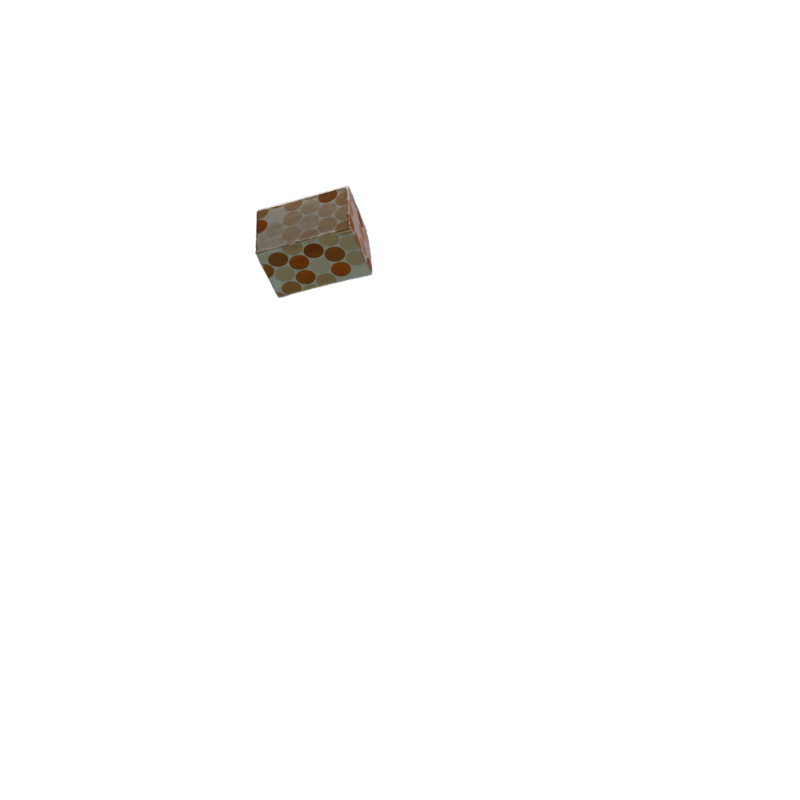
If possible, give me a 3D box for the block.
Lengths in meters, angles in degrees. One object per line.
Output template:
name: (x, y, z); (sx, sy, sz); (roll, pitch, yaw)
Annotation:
block: (-0.066, -0.121, 0.848); (0.079, 0.055, 0.049); (-13, -44, 12)
